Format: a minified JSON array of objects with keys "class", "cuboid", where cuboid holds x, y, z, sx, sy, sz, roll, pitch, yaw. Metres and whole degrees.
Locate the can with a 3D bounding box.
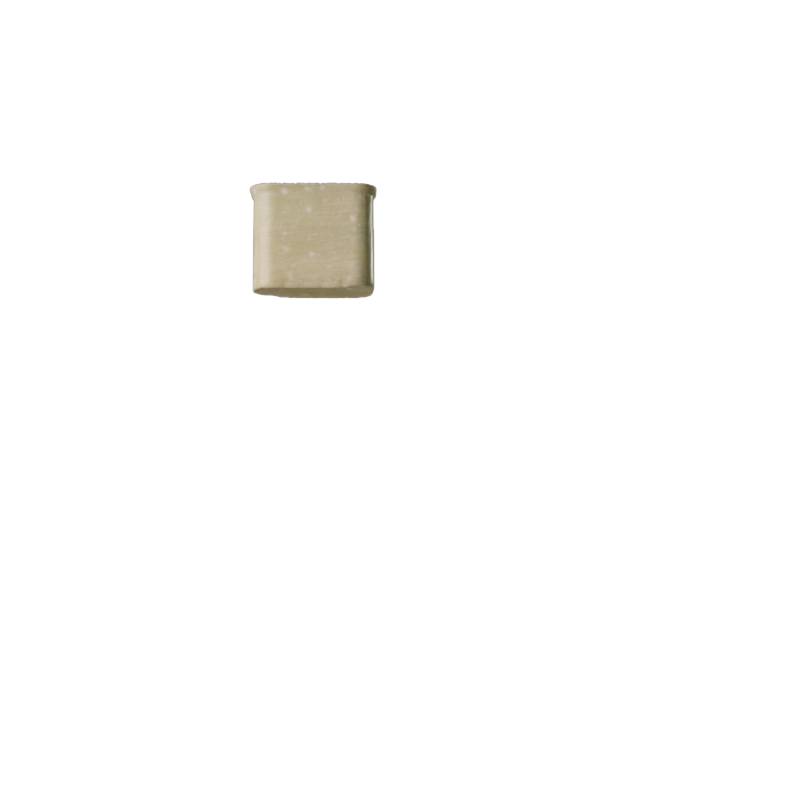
[{"class":"can","cuboid":[-0.069,-0.127,0.887,0.102,0.086,0.056,0,-10,-1]}]
